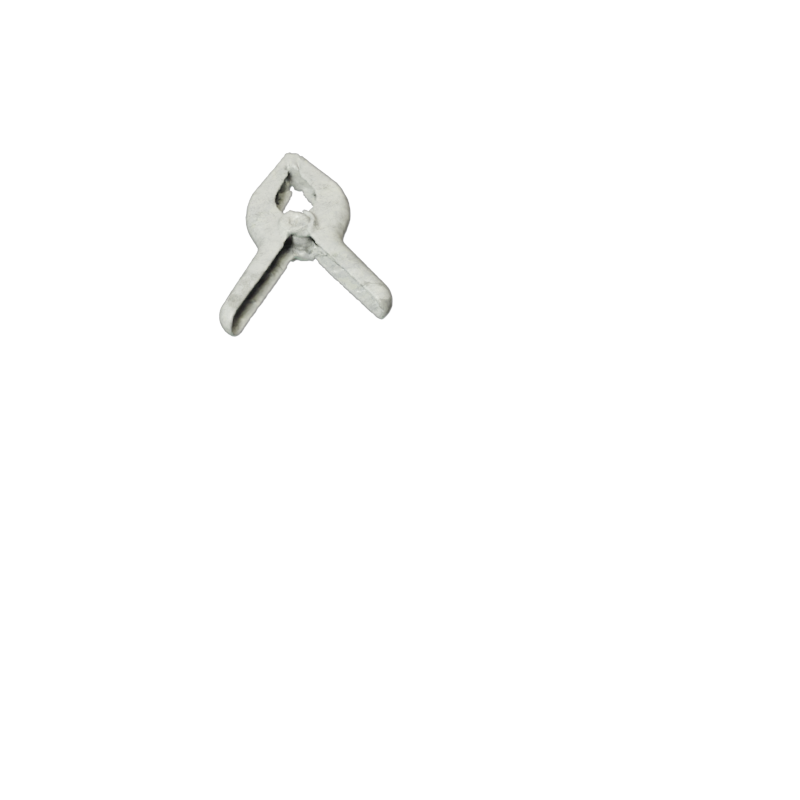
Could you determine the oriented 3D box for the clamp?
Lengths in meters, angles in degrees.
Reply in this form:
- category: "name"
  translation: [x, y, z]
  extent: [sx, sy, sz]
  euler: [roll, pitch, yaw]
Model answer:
- category: "clamp"
  translation: [-0.064, -0.117, 0.818]
  extent: [0.120, 0.183, 0.037]
  euler: [2, -38, 1]
